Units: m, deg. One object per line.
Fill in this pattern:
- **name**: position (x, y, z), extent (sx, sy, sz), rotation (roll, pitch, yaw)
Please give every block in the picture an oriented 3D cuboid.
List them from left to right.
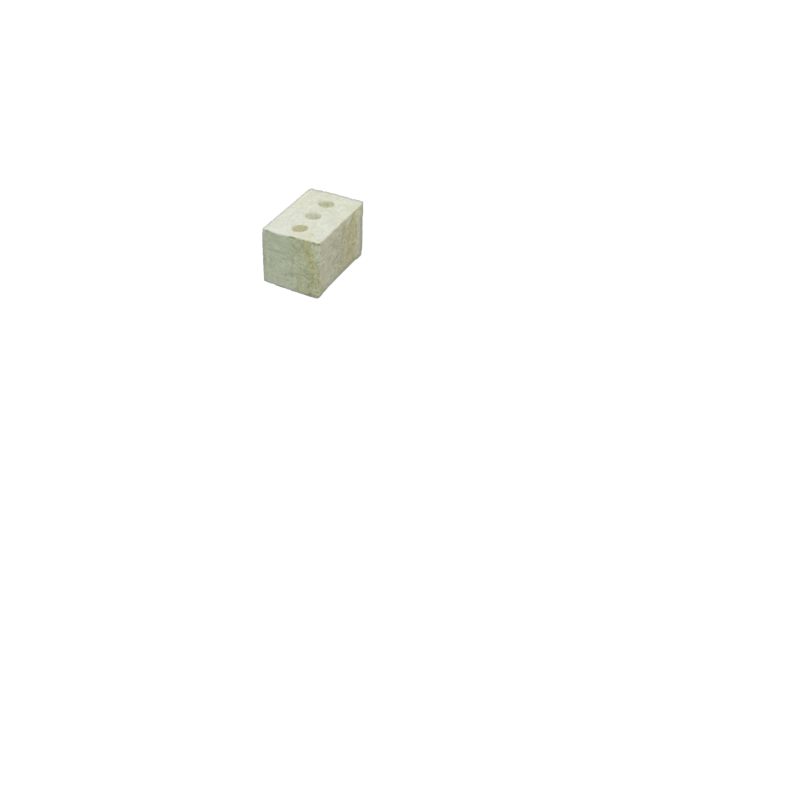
- **block**: position (-0.070, -0.128, 0.895), extent (0.055, 0.048, 0.080), rotation (16, 39, 20)
